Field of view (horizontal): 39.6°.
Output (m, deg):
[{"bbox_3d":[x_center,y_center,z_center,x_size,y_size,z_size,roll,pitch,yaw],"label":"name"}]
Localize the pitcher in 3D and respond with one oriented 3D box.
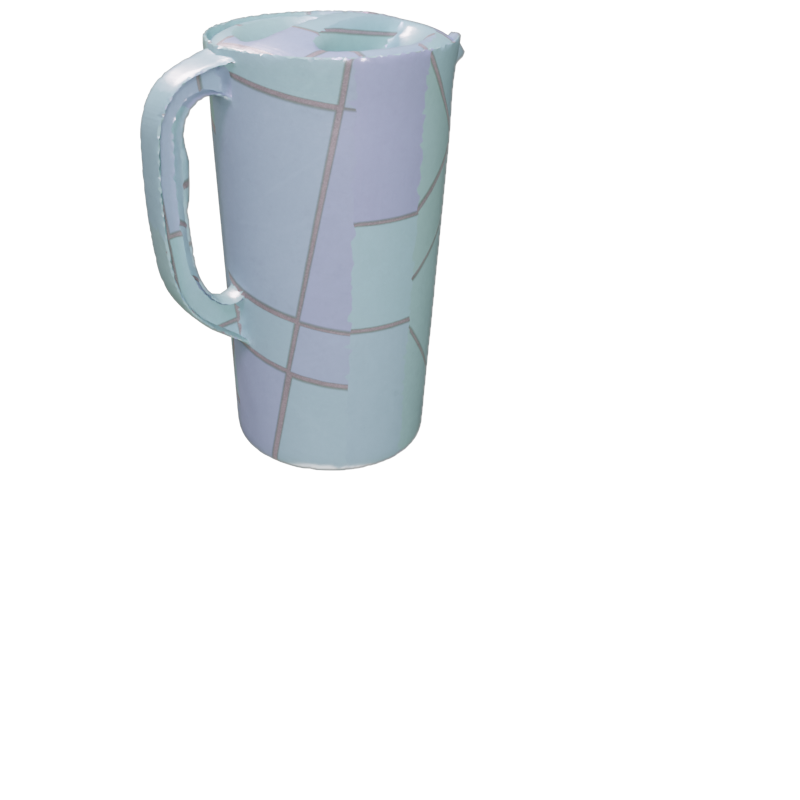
[{"bbox_3d":[-0.048,-0.087,0.608,0.151,0.231,0.150,5,24,9],"label":"pitcher"}]
